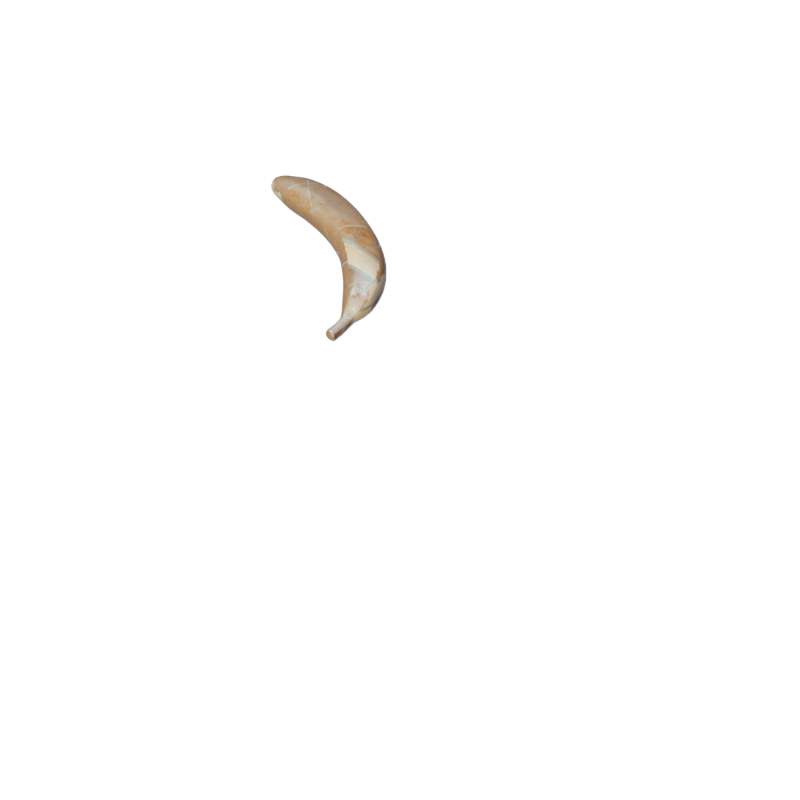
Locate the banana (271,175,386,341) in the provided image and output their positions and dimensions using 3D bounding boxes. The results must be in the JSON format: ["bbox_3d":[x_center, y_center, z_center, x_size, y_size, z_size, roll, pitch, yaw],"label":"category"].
[{"bbox_3d":[-0.056,-0.137,0.954,0.069,0.214,0.034,-12,-42,-12],"label":"banana"}]
